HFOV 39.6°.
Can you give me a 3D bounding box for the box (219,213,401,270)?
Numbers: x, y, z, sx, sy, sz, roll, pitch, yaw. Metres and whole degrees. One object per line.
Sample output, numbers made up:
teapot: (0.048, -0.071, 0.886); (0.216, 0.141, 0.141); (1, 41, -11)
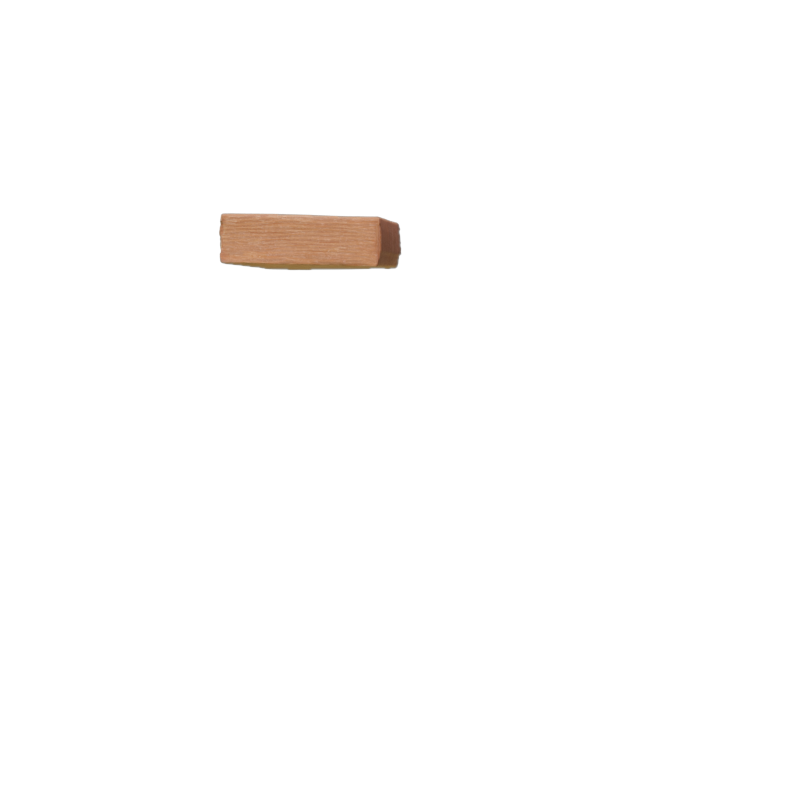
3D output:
box: (-0.061, -0.112, 0.783); (0.115, 0.039, 0.089); (1, 4, 11)
